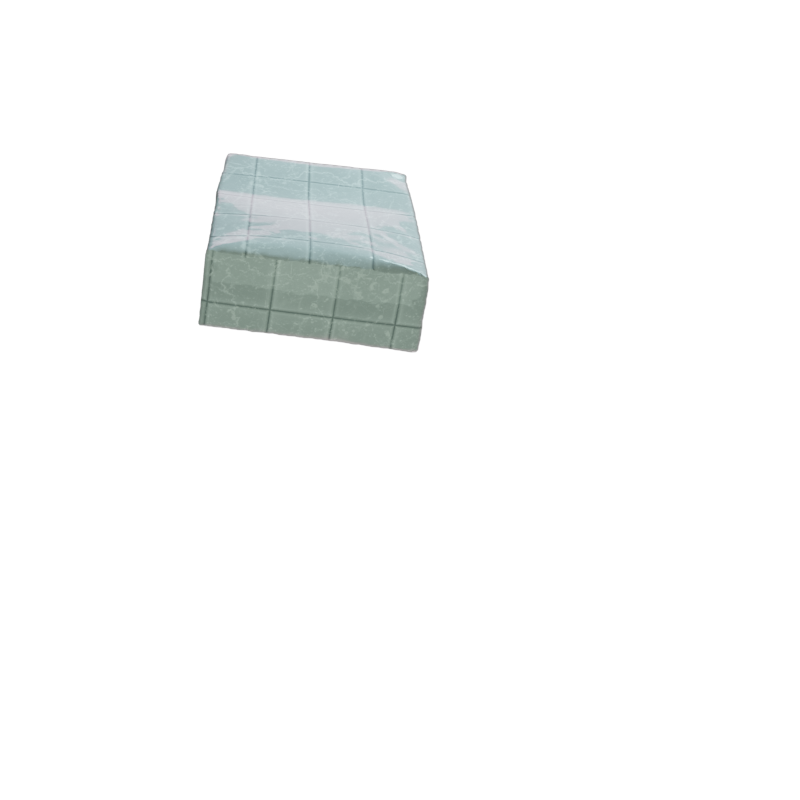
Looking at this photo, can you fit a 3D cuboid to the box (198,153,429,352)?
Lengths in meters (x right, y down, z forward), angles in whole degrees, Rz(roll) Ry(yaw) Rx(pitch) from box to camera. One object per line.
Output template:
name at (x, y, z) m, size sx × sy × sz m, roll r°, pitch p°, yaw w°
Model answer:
box at (-0.070, -0.127, 0.888) m, size 0.163 × 0.068 × 0.227 m, roll 6°, pitch 30°, yaw -6°
